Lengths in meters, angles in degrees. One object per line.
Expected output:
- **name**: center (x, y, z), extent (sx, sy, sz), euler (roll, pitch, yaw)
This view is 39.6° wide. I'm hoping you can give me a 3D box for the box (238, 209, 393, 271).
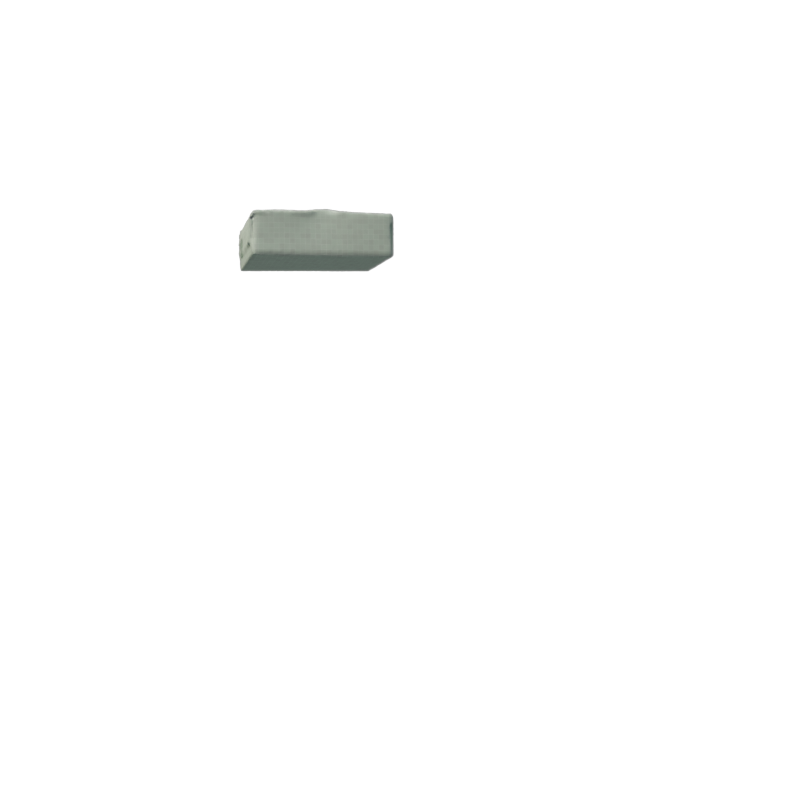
- **box**: center (-0.055, -0.100, 0.698), extent (0.088, 0.031, 0.073), euler (0, -2, -10)
